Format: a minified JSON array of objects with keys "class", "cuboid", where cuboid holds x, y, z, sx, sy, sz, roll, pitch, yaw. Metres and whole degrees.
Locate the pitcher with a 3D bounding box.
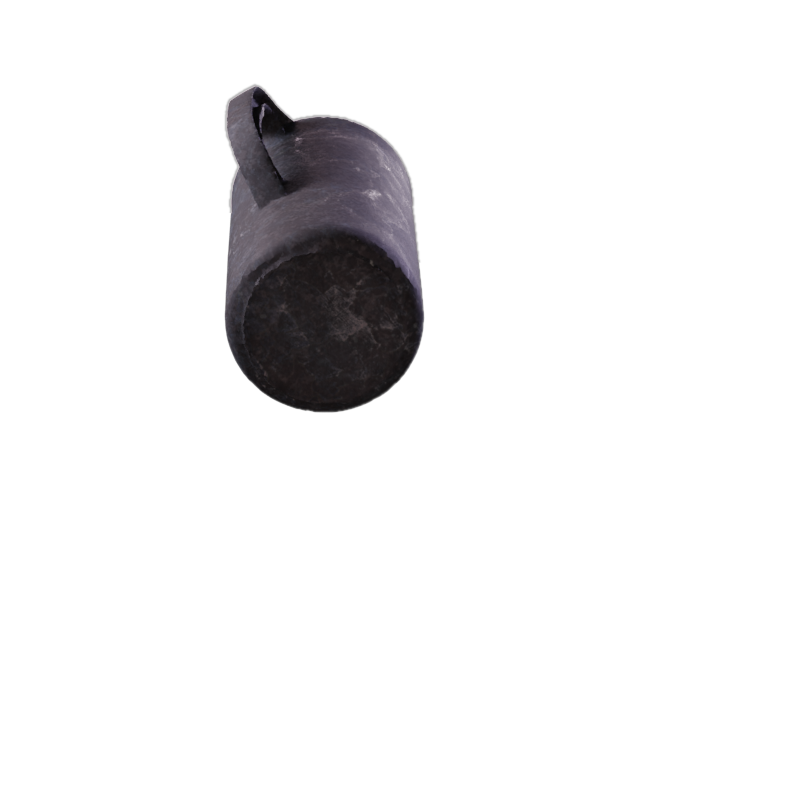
[{"class":"pitcher","cuboid":[-0.055,-0.100,0.700,0.147,0.140,0.255,14,22,-9]}]
